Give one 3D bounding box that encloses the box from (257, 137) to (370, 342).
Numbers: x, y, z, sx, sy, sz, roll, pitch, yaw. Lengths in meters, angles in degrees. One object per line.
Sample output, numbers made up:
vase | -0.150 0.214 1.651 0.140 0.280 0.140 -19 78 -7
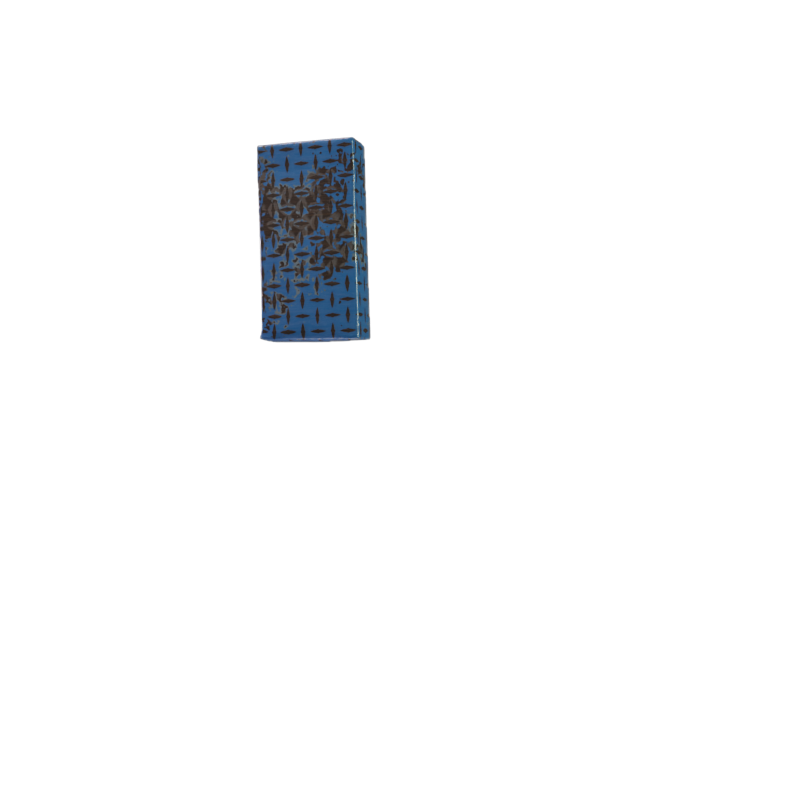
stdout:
box | -0.077 -0.140 0.983 0.095 0.180 0.046 -2 -8 17
